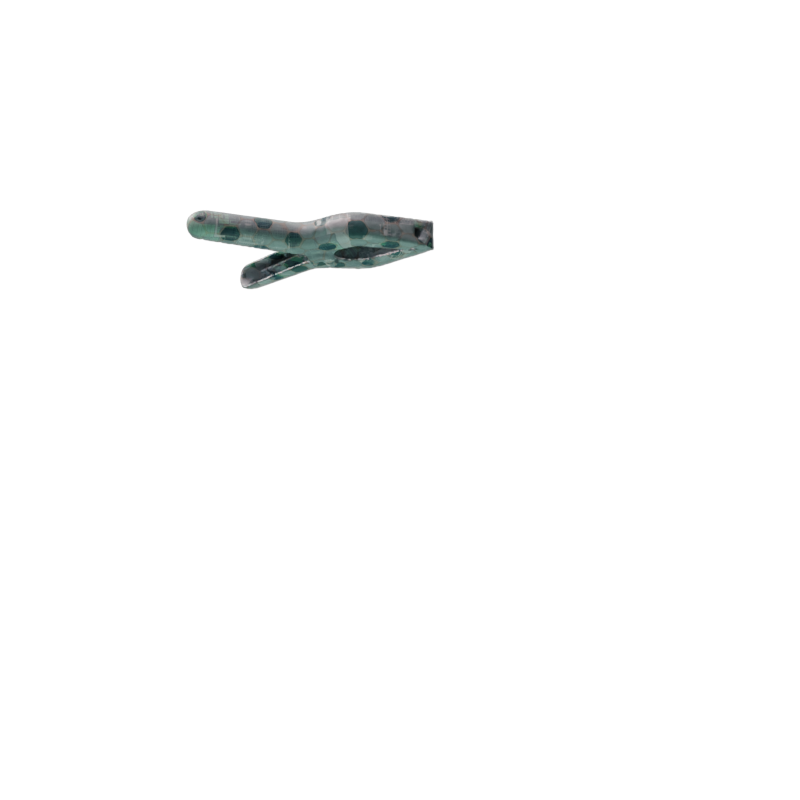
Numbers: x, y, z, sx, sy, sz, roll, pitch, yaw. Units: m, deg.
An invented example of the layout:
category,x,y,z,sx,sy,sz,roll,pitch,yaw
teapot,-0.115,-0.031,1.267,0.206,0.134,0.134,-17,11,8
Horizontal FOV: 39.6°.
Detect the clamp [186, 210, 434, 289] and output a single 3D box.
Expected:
category,x,y,z,sx,sy,sz,roll,pitch,yaw
clamp,-0.078,-0.141,0.990,0.214,0.038,0.155,-4,-13,19
